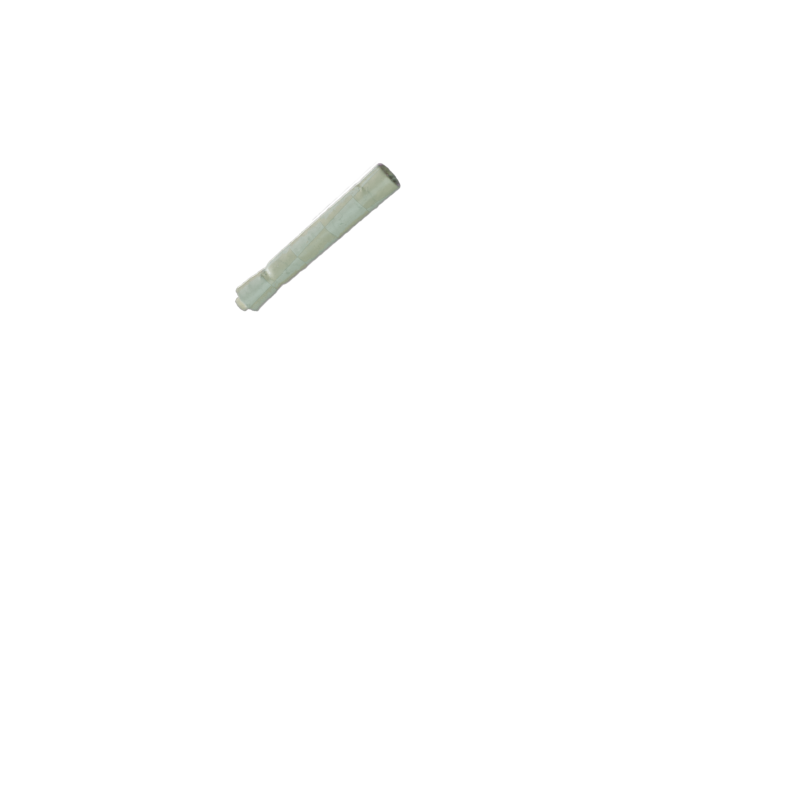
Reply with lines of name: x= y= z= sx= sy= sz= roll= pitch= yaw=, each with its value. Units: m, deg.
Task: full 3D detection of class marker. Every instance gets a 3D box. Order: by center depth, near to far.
marker: x=-0.051 y=-0.092 z=0.645 sx=0.120 sy=0.020 sz=0.019 roll=-39 pitch=-9 yaw=17
